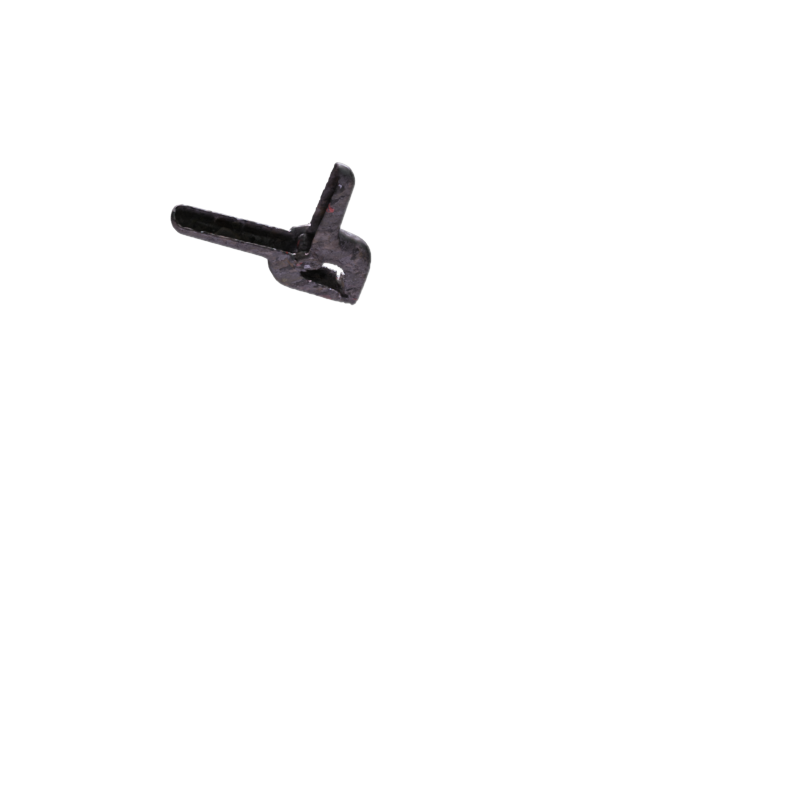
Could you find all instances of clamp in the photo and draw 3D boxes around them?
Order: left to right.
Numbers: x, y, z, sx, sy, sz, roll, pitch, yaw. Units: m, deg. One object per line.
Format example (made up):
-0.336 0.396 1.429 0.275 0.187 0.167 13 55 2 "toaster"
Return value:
-0.076 -0.139 0.972 0.167 0.038 0.195 -12 -25 27 "clamp"
